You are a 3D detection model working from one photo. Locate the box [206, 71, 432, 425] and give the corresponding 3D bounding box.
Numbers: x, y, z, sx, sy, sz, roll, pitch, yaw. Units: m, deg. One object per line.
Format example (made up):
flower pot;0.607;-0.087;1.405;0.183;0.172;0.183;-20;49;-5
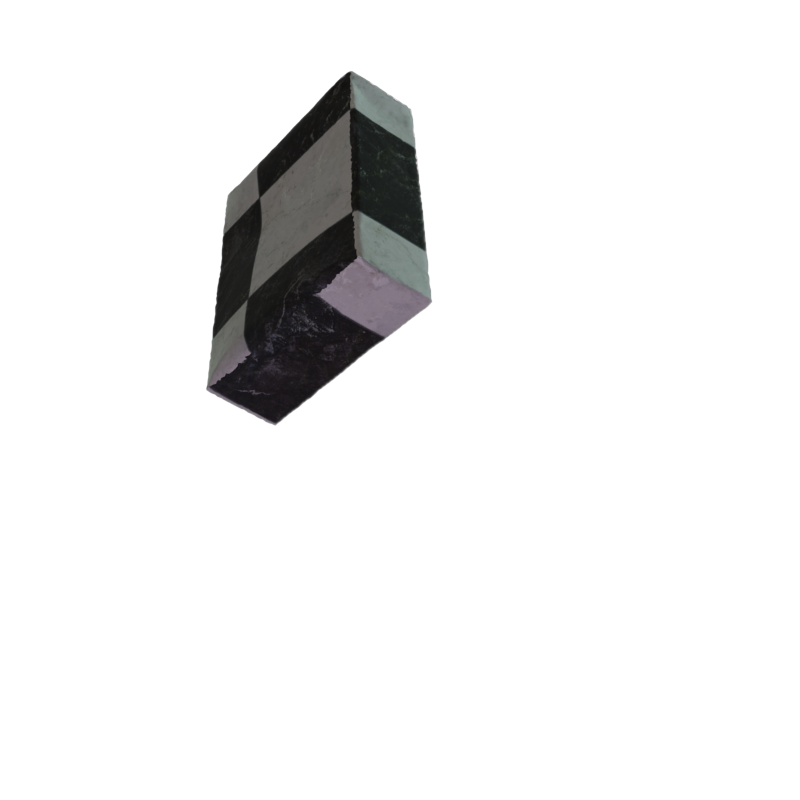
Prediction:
box;-0.063;-0.115;0.807;0.068;0.230;0.162;31;-53;-31
